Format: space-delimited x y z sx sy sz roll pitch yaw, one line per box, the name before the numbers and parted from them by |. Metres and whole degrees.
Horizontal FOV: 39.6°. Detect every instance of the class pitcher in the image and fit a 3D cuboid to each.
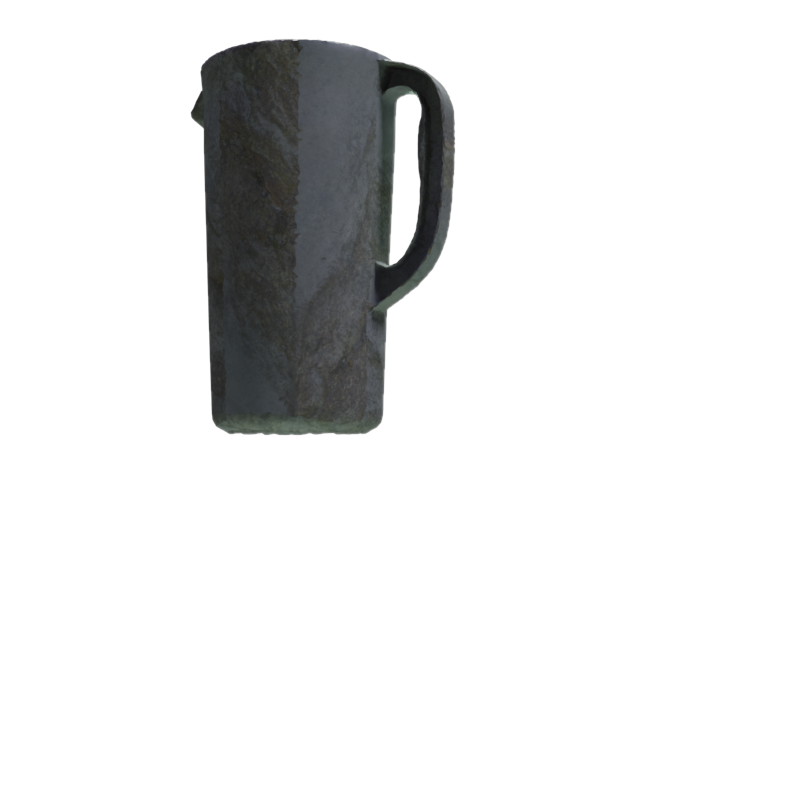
pitcher | -0.056 -0.102 0.711 0.141 0.249 0.150 3 -9 -20
